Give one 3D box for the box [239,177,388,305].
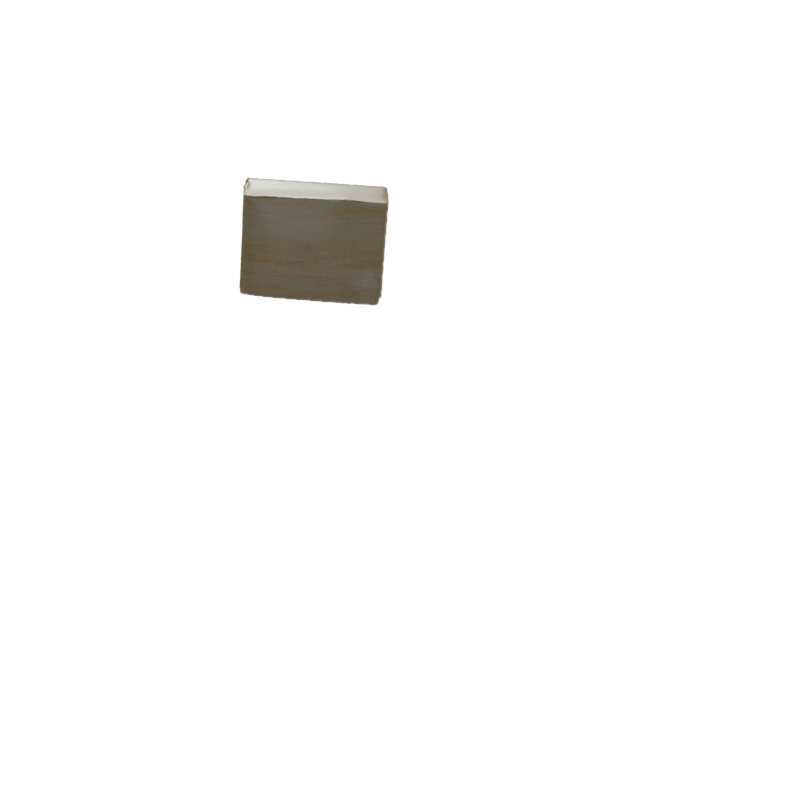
[{"bbox_3d":[-0.068,-0.124,0.869,0.113,0.085,0.041,4,26,-2],"label":"box"}]
